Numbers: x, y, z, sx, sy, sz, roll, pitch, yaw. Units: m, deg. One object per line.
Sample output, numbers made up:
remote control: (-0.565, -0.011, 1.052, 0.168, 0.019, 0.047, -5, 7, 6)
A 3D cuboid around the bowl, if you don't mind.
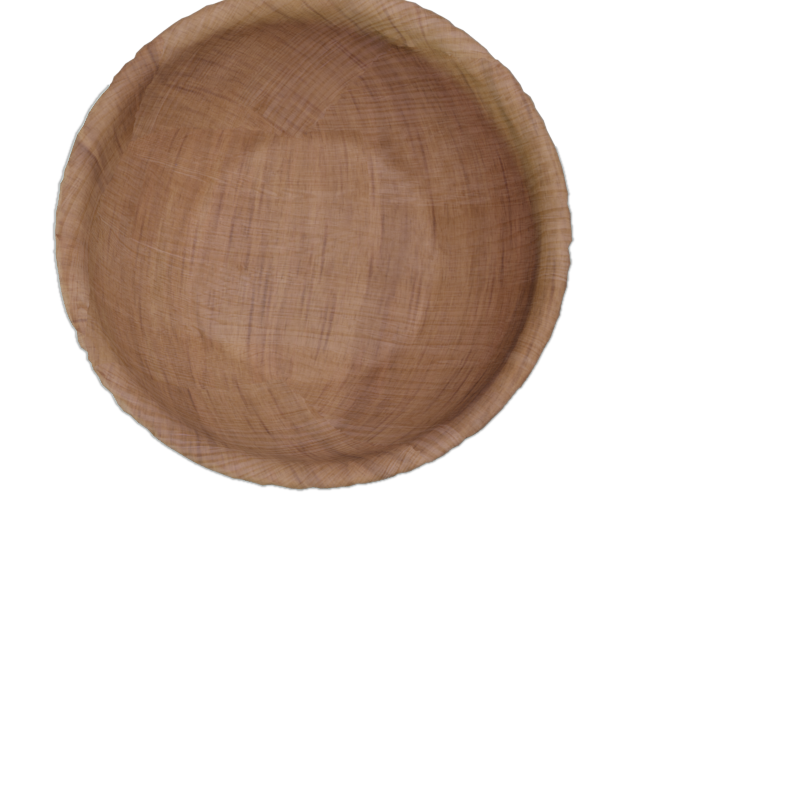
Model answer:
bowl: (-0.029, -0.053, 0.370, 0.162, 0.167, 0.054, 0, -11, -1)
